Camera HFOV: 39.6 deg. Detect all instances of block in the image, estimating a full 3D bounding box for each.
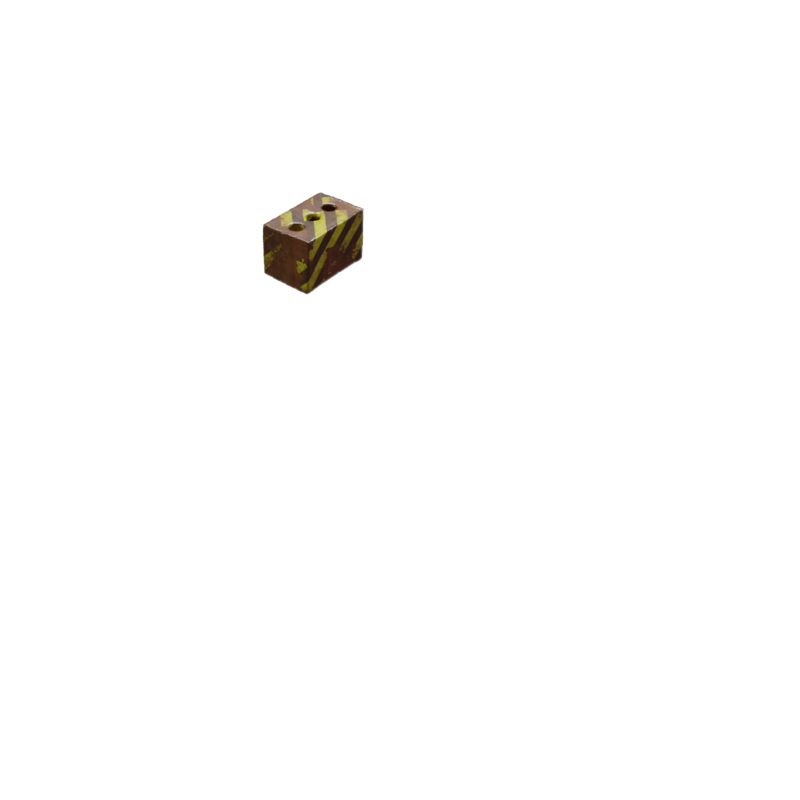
[{"bbox_3d":[-0.075,-0.137,0.962,0.056,0.048,0.079,24,42,28],"label":"block"}]
